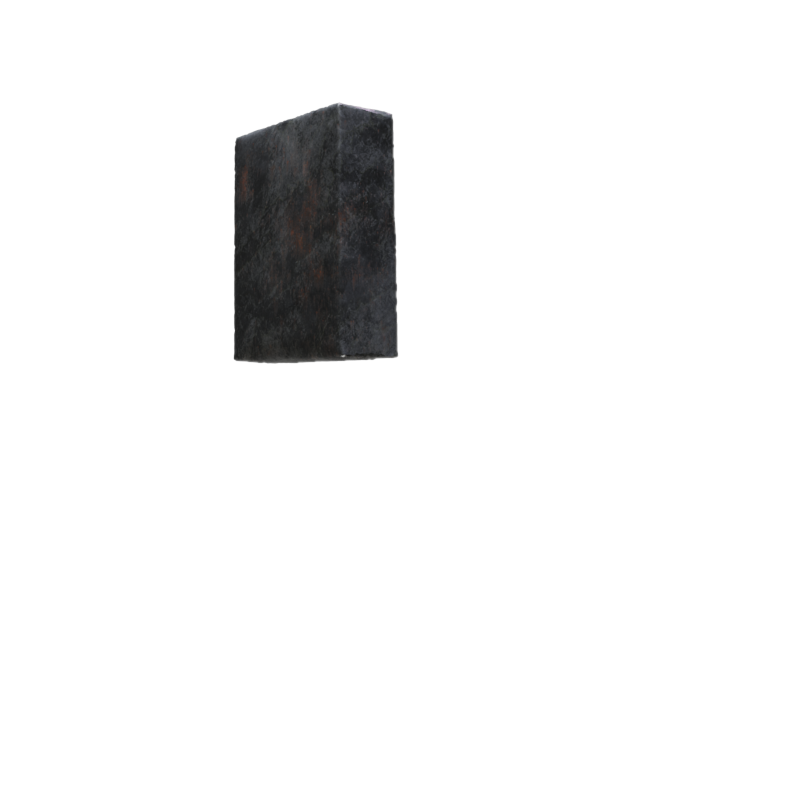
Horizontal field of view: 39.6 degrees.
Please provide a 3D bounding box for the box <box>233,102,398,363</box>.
[{"bbox_3d":[-0.078,-0.142,0.993,0.069,0.218,0.169,5,-7,-40],"label":"box"}]
